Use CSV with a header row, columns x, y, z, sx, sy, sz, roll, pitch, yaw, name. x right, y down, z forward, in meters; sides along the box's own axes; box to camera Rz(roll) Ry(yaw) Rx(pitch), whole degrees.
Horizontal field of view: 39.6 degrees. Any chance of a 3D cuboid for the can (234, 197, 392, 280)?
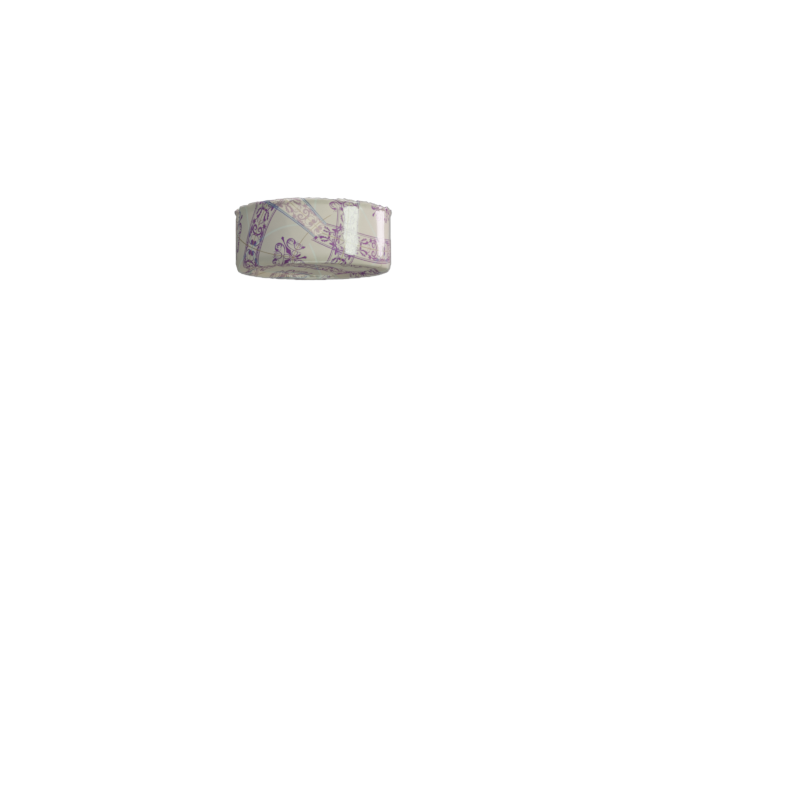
x,y,z,sx,sy,sz,roll,pitch,yaw,name
-0.047,-0.086,0.603,0.086,0.034,0.085,0,-1,-2,can
